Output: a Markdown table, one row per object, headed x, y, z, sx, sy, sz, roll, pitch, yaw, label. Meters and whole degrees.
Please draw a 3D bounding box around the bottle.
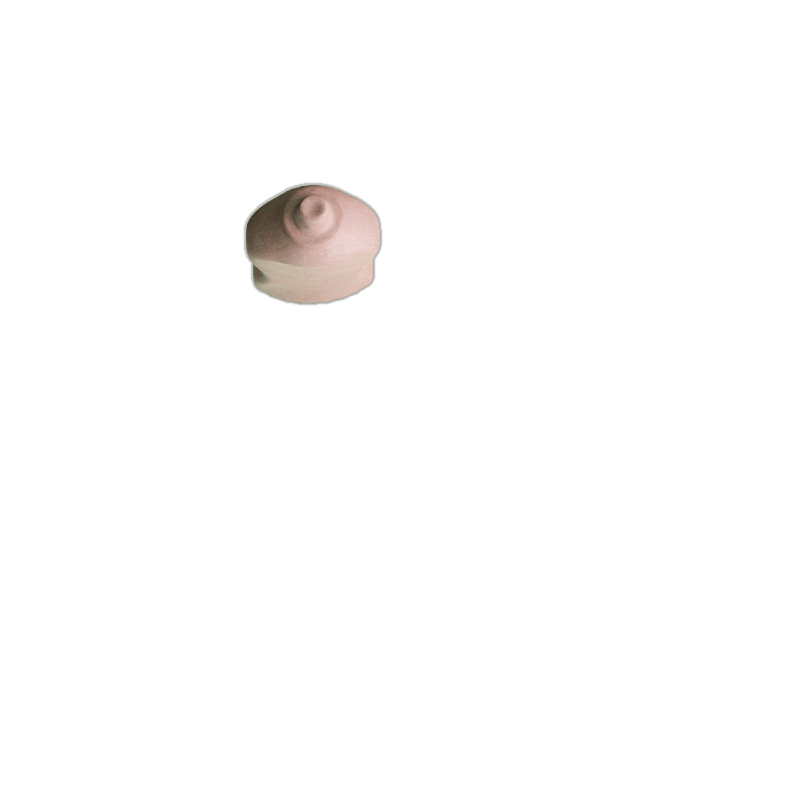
| x | y | z | sx | sy | sz | roll | pitch | yaw | label |
| --- | --- | --- | --- | --- | --- | --- | --- | --- | --- |
| -0.062 | -0.114 | 0.799 | 0.096 | 0.060 | 0.187 | 0 | -7 | -4 | bottle |
